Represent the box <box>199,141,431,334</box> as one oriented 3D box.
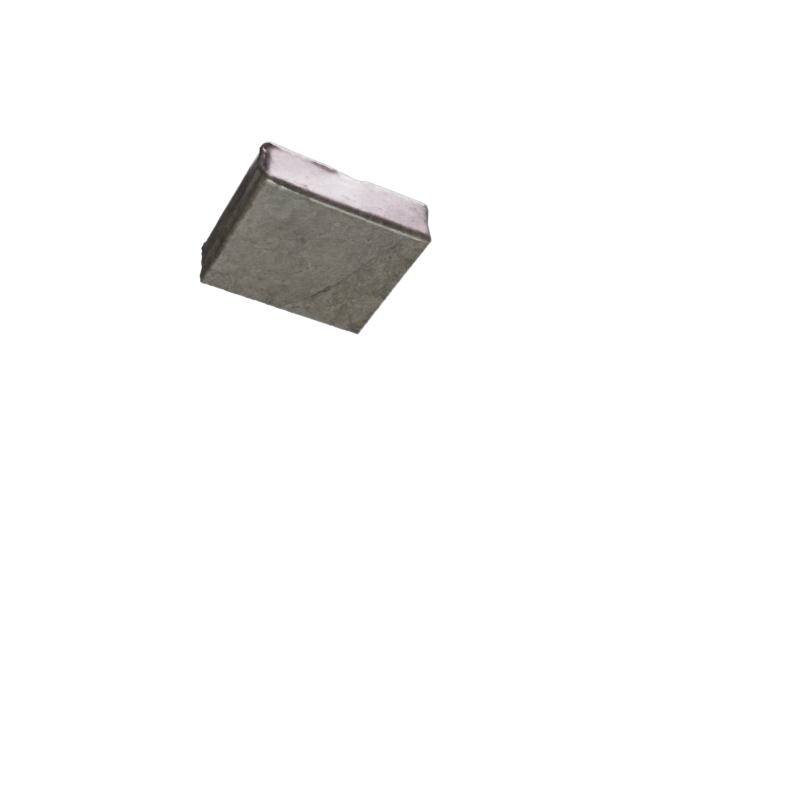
[{"bbox_3d":[-0.042,-0.076,0.529,0.086,0.032,0.071,20,-47,-20],"label":"box"}]
